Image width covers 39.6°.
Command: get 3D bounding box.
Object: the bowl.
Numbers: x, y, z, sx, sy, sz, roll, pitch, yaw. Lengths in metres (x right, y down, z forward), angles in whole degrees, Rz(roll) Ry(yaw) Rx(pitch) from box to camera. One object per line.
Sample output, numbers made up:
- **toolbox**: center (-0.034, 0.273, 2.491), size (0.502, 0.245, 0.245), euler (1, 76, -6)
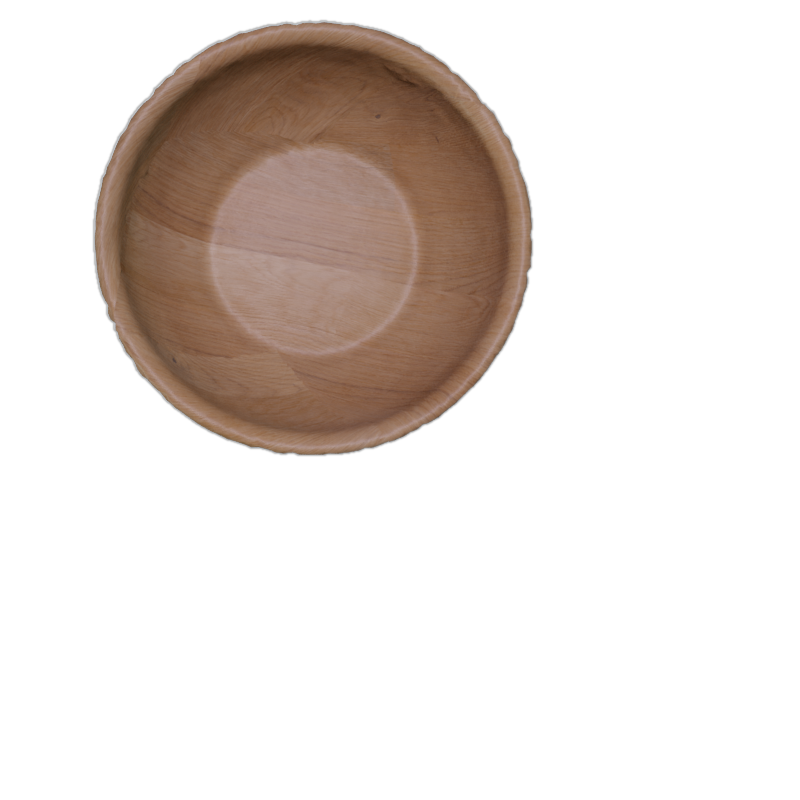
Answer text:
- **bowl**: center (-0.034, -0.062, 0.432), size (0.162, 0.165, 0.054), euler (0, -6, 0)
